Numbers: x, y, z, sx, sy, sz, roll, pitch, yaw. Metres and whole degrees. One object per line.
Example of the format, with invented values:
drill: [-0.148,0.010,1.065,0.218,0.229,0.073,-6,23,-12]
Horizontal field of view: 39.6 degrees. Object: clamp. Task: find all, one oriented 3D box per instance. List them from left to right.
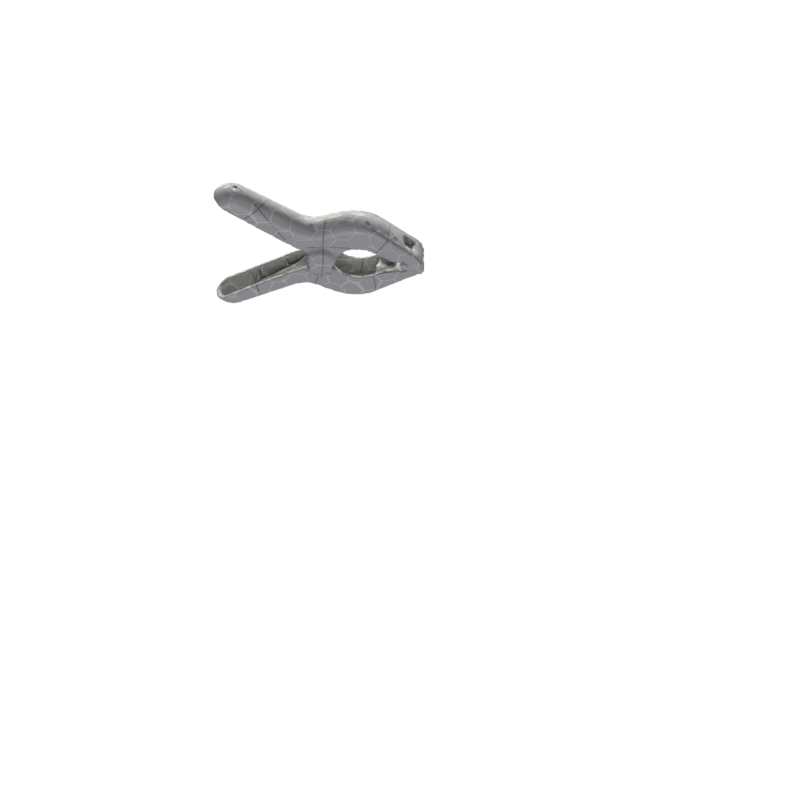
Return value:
clamp: [-0.068,-0.124,0.867,0.172,0.042,0.111,-3,-36,4]
